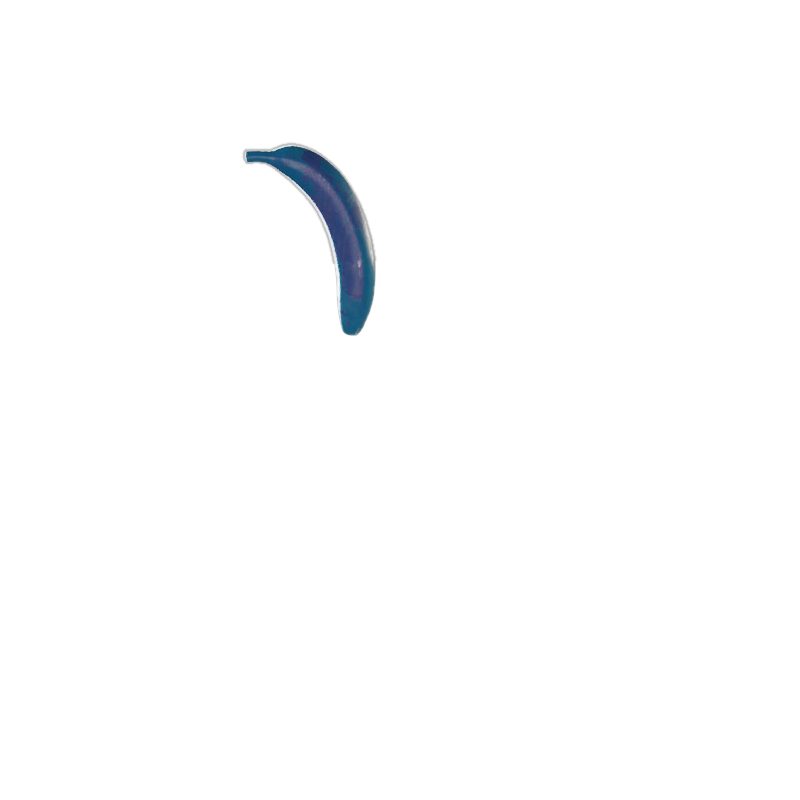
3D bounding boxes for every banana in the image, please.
[{"bbox_3d":[-0.063,-0.153,0.990,0.069,0.190,0.038,-28,14,7],"label":"banana"}]
